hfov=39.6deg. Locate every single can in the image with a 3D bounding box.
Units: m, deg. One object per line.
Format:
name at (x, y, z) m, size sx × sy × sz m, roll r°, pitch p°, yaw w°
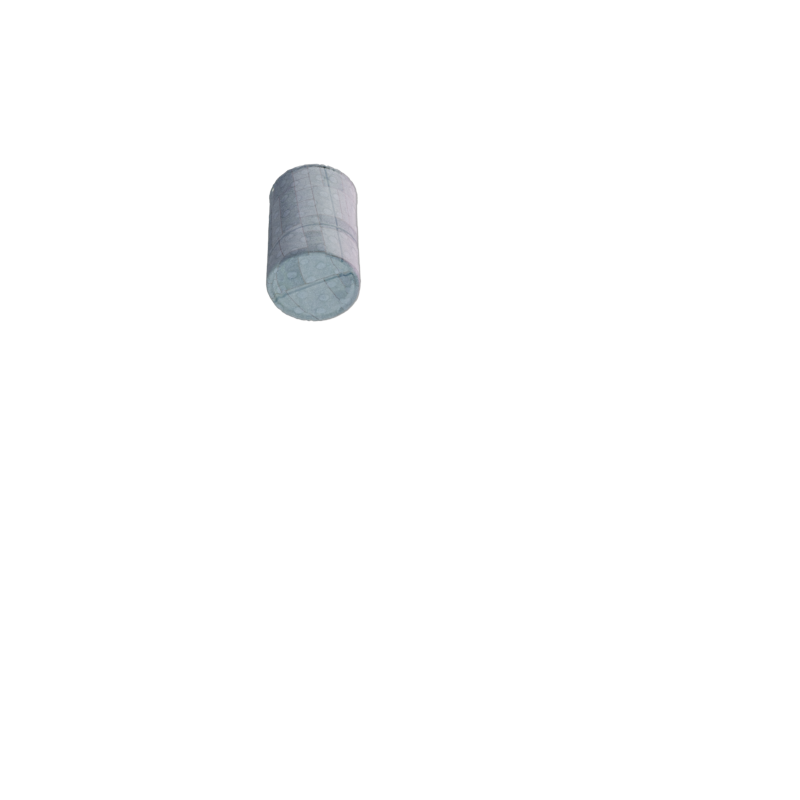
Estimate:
can at (-0.063, -0.116, 0.810) m, size 0.068 × 0.064 × 0.110 m, roll -1°, pitch 44°, yaw -3°
